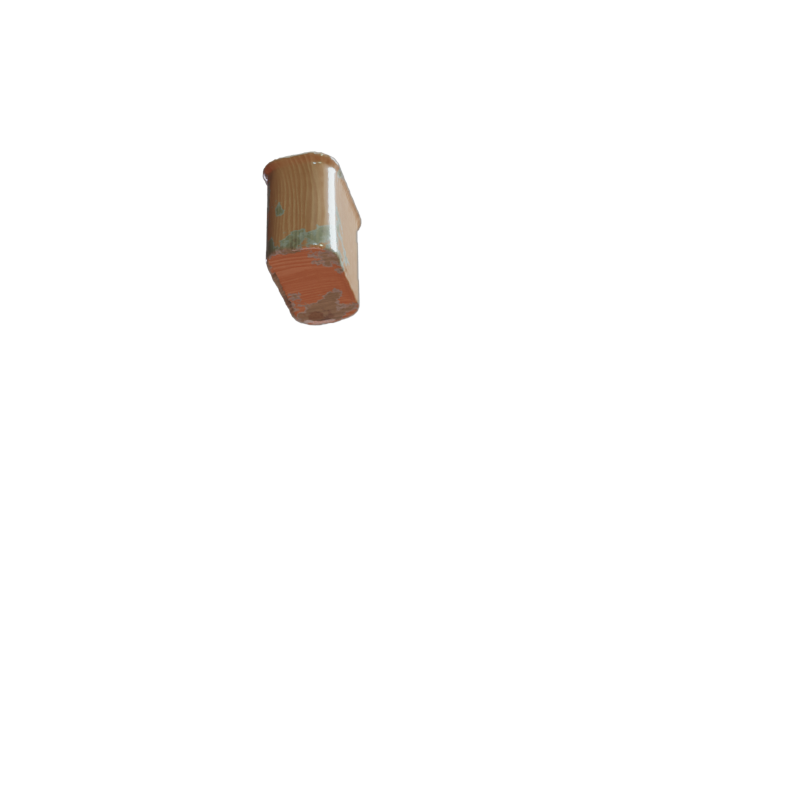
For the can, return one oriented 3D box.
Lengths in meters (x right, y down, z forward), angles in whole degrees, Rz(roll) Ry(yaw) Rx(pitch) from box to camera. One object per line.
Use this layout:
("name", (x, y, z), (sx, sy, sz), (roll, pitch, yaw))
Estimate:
("can", (-0.063, -0.115, 0.807), (0.058, 0.090, 0.094), (-9, -34, 10))
